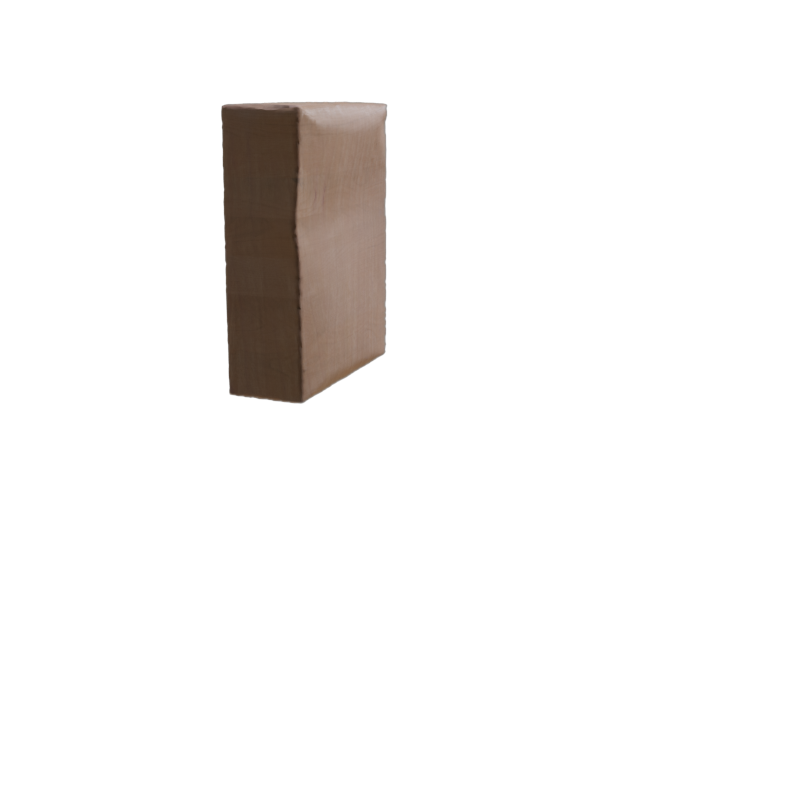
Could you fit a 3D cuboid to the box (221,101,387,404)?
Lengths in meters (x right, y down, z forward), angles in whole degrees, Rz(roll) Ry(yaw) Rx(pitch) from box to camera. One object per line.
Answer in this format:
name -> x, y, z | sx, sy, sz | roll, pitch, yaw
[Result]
box -> -0.067, -0.122, 0.857 | 0.074, 0.209, 0.163 | 4, 12, 22
